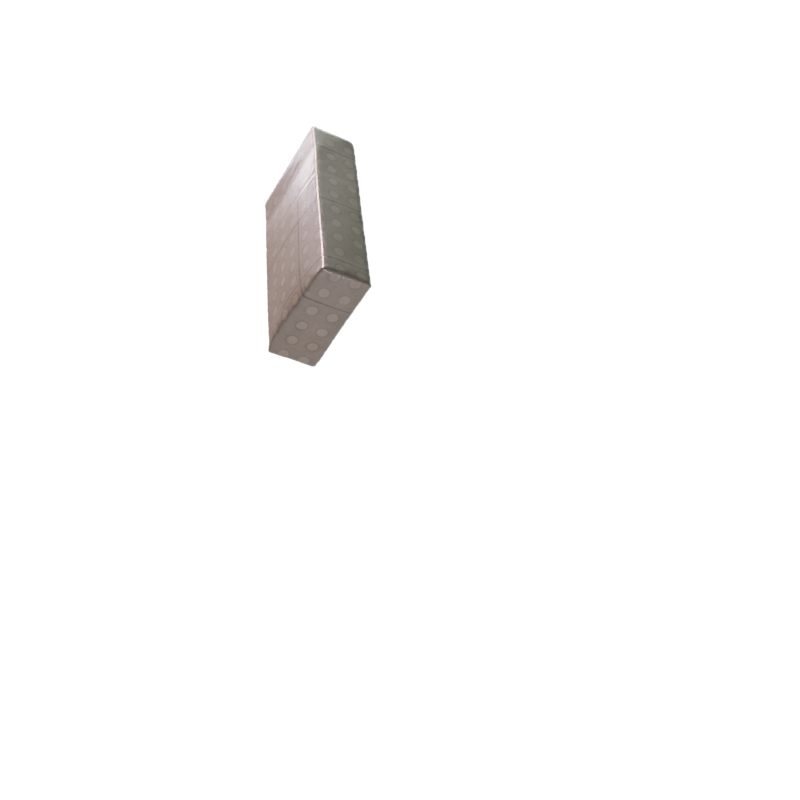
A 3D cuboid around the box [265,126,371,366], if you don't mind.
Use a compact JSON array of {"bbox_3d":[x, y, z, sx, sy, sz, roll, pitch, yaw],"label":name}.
[{"bbox_3d":[-0.066,-0.122,0.854,0.046,0.189,0.090,21,-51,-22],"label":"box"}]
